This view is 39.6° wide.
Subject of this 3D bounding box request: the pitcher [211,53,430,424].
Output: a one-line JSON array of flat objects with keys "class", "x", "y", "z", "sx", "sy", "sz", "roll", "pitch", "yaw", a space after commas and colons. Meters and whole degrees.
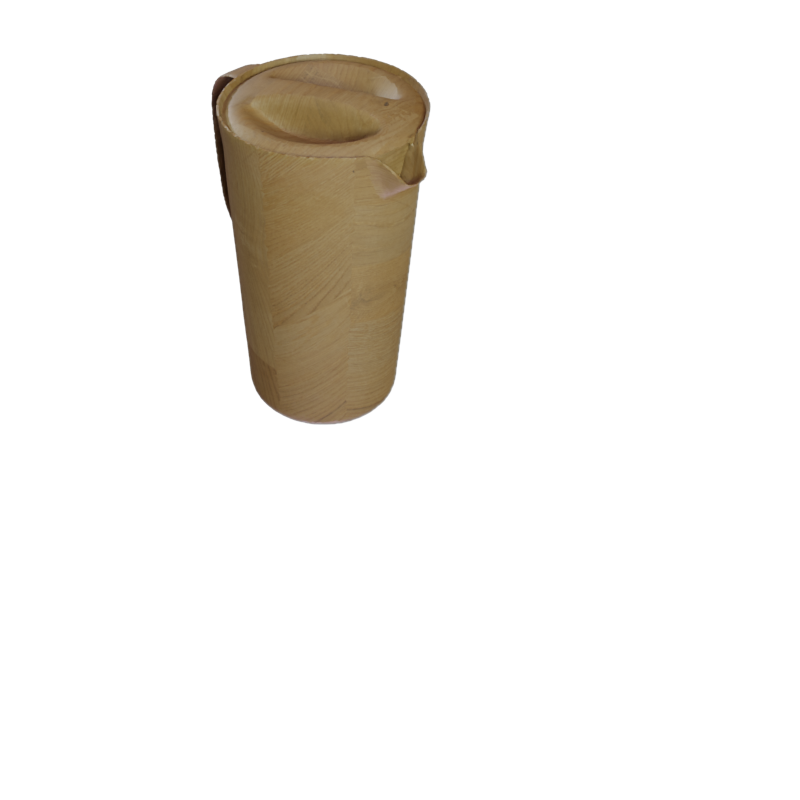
[{"class": "pitcher", "x": -0.060, "y": -0.109, "z": 0.761, "sx": 0.145, "sy": 0.227, "sz": 0.160, "roll": 1, "pitch": 40, "yaw": -1}]
